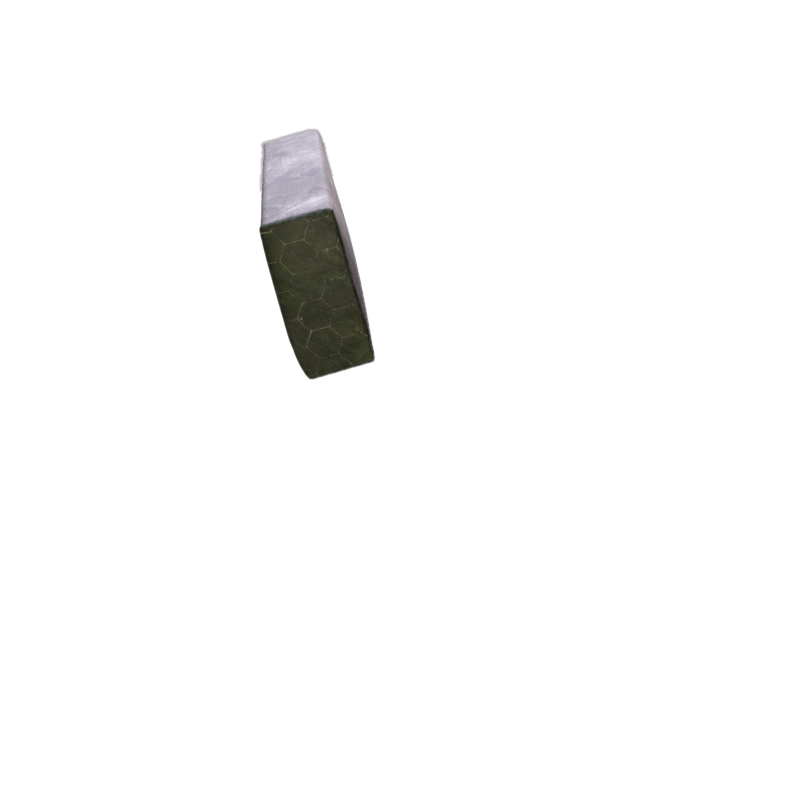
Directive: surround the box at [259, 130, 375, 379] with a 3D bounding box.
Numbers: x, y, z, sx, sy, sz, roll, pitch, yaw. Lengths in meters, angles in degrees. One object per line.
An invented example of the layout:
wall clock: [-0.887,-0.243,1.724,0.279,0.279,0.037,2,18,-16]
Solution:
box: [-0.051,-0.094,0.657,0.048,0.088,0.186,-14,26,3]
